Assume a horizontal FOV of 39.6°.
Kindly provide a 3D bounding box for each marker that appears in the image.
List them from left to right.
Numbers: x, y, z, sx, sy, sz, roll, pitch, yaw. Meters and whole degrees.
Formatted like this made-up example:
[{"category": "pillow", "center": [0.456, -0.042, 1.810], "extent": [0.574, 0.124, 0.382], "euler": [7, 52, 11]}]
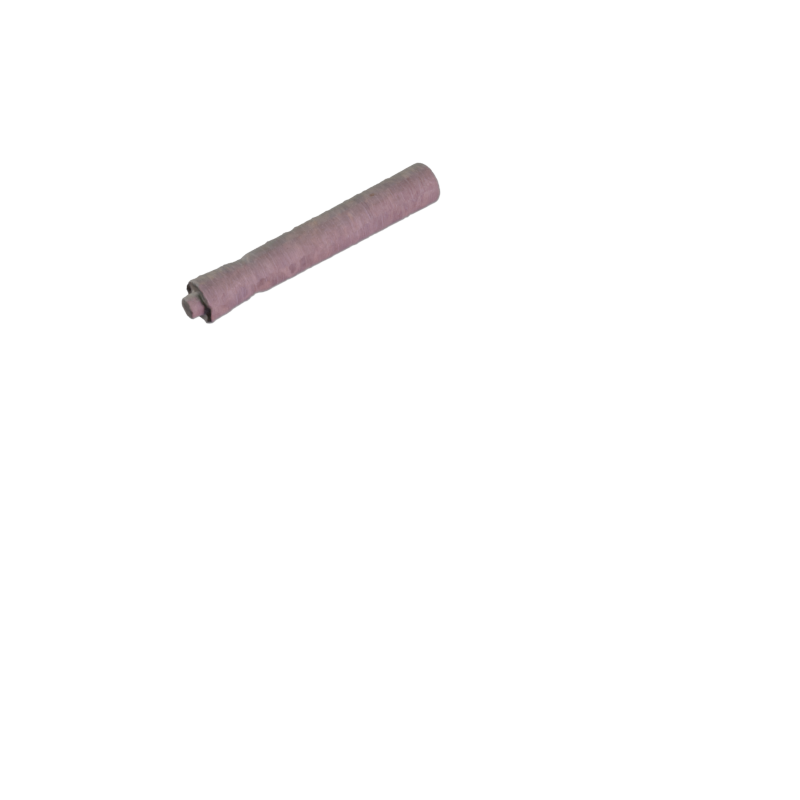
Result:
[{"category": "marker", "center": [-0.035, -0.064, 0.451], "extent": [0.121, 0.019, 0.020], "euler": [-32, 18, -24]}]
